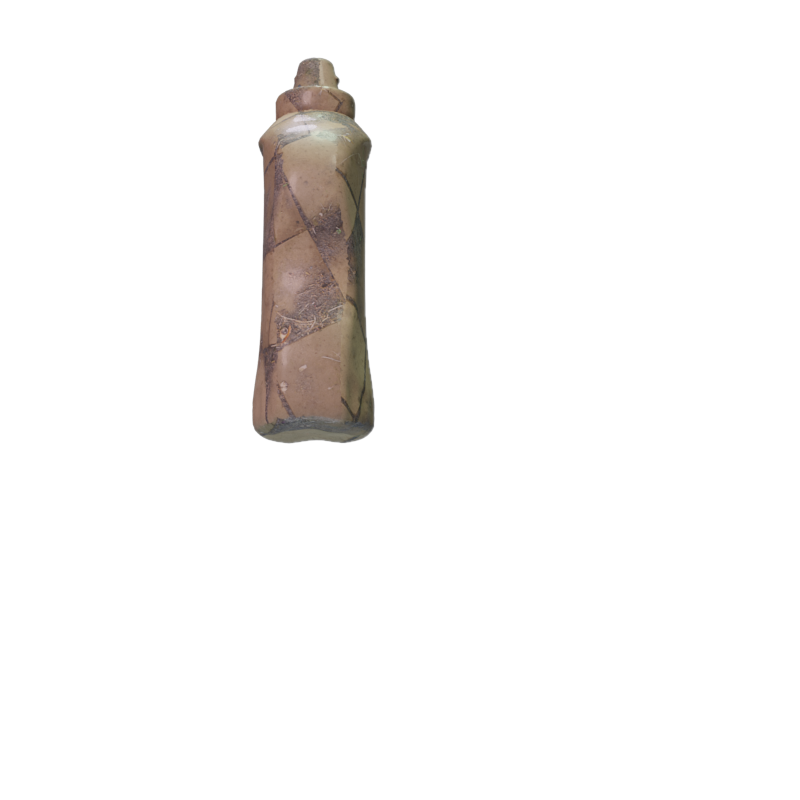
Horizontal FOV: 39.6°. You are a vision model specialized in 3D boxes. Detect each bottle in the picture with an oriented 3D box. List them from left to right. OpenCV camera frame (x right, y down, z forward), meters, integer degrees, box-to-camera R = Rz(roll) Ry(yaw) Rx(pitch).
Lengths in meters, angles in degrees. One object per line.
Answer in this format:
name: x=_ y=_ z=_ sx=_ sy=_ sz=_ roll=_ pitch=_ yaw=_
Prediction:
bottle: x=-0.043 y=-0.078 z=0.549 sx=0.058 sy=0.199 sz=0.092 roll=-1 pitch=-14 yaw=1
